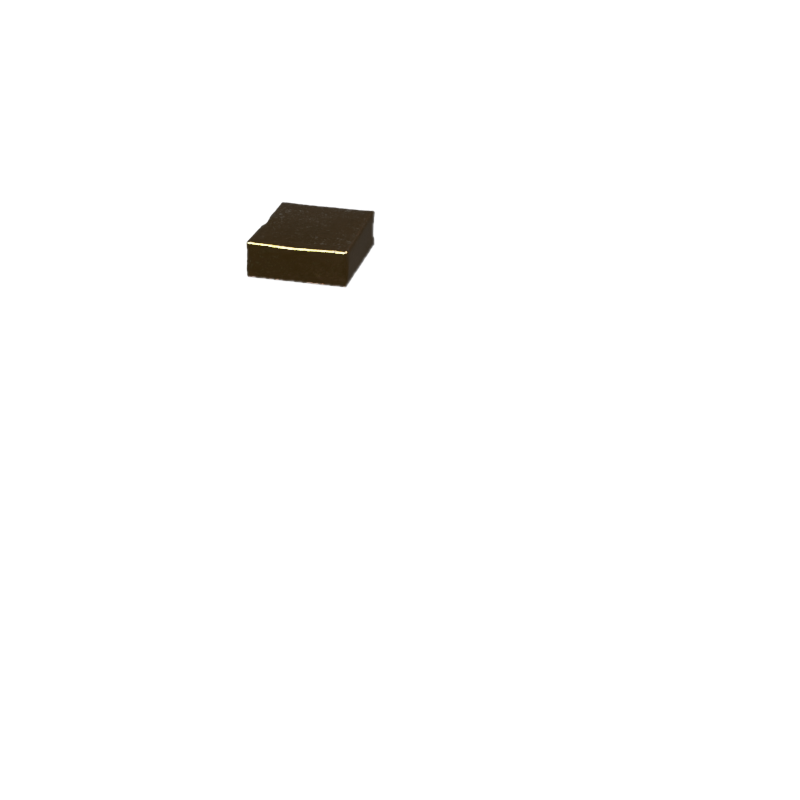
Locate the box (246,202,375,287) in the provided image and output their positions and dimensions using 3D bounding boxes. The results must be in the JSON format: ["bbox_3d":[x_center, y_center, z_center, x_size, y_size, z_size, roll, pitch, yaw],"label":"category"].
[{"bbox_3d":[-0.063,-0.114,0.800,0.075,0.029,0.092,7,29,12],"label":"box"}]
